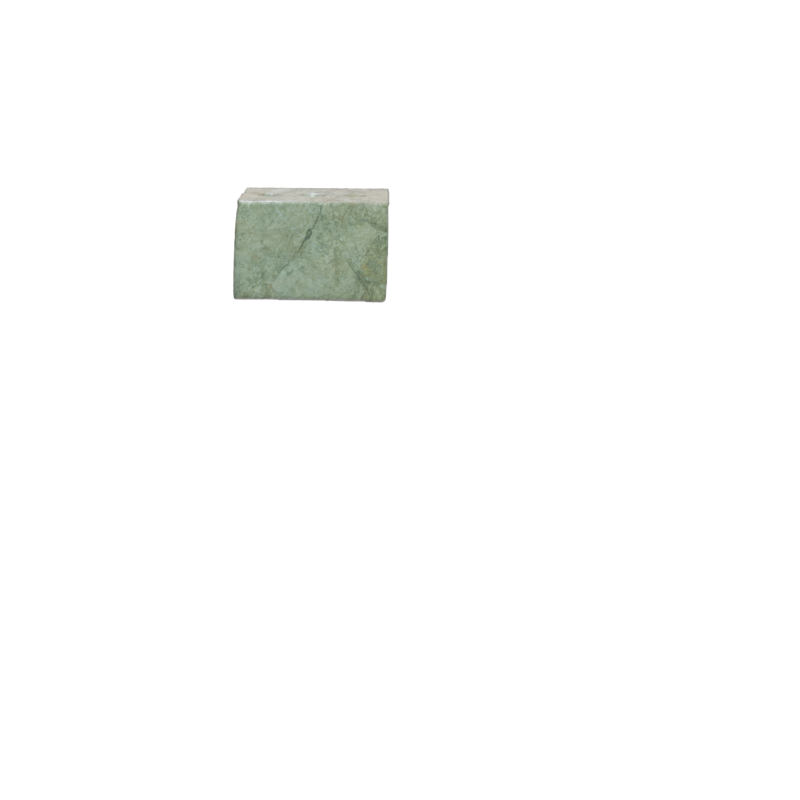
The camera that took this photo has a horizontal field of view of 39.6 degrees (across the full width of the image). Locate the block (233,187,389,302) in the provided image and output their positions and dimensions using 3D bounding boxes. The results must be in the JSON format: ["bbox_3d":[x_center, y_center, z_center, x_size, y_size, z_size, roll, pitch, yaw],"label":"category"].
[{"bbox_3d":[-0.045,-0.082,0.574,0.078,0.050,0.054,1,16,2],"label":"block"}]
